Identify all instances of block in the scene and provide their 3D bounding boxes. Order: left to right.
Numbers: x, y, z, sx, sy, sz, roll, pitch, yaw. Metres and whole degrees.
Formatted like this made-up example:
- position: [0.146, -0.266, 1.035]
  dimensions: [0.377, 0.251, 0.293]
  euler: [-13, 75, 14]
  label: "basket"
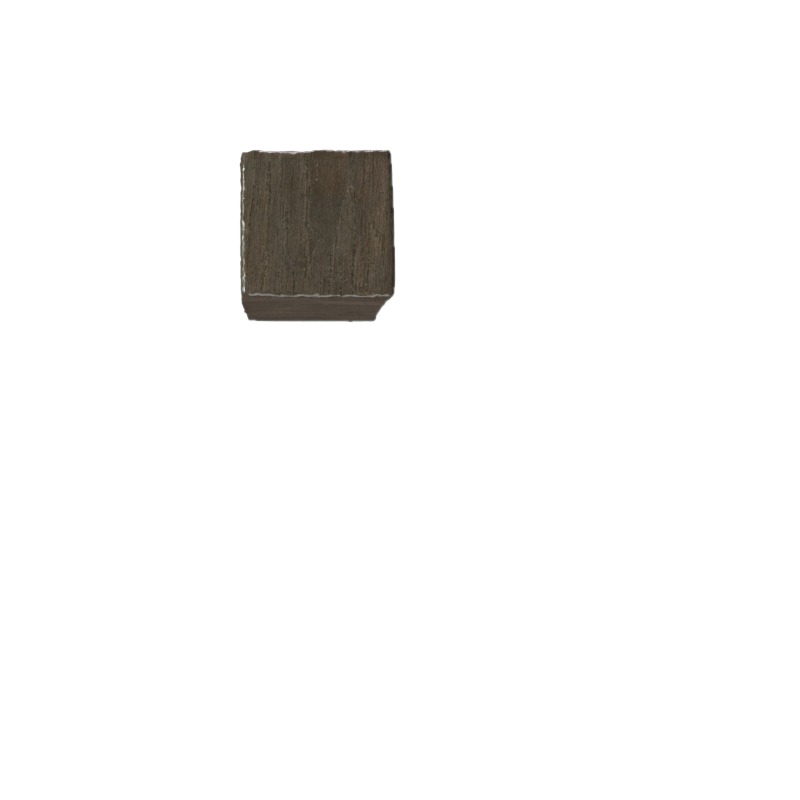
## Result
- position: [-0.032, -0.058, 0.407]
  dimensions: [0.052, 0.052, 0.077]
  euler: [0, -5, -5]
  label: "block"
